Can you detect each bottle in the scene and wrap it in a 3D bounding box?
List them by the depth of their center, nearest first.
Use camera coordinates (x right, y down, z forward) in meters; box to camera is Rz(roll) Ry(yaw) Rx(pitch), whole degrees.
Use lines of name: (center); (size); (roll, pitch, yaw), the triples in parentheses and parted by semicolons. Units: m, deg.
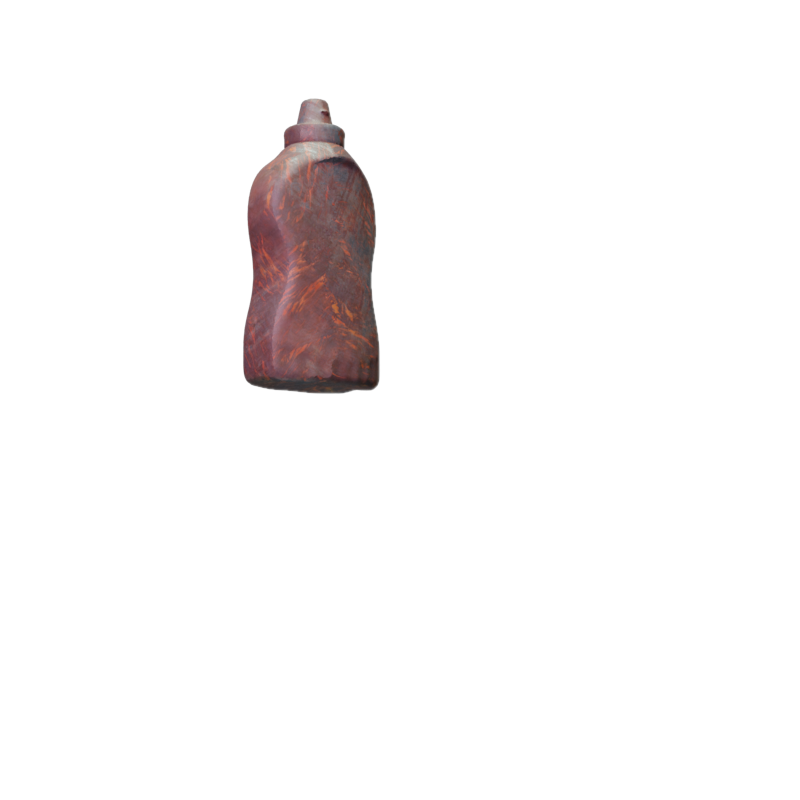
bottle: (-0.056, -0.103, 0.723); (0.091, 0.198, 0.060); (10, -16, -43)
